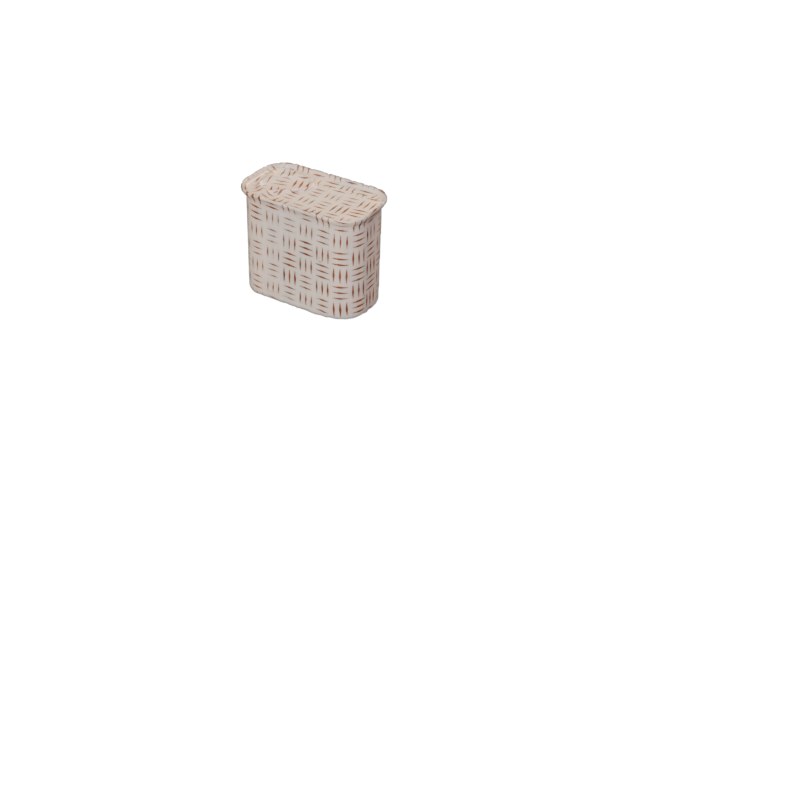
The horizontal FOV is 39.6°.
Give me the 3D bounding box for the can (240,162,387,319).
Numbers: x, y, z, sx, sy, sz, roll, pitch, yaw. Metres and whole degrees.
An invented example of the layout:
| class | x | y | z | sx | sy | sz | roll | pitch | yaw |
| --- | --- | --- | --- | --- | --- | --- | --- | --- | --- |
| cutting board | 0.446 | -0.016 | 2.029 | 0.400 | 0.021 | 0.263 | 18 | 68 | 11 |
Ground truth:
| class | x | y | z | sx | sy | sz | roll | pitch | yaw |
| --- | --- | --- | --- | --- | --- | --- | --- | --- | --- |
| can | -0.062 | -0.113 | 0.790 | 0.107 | 0.079 | 0.058 | 21 | 38 | 26 |
